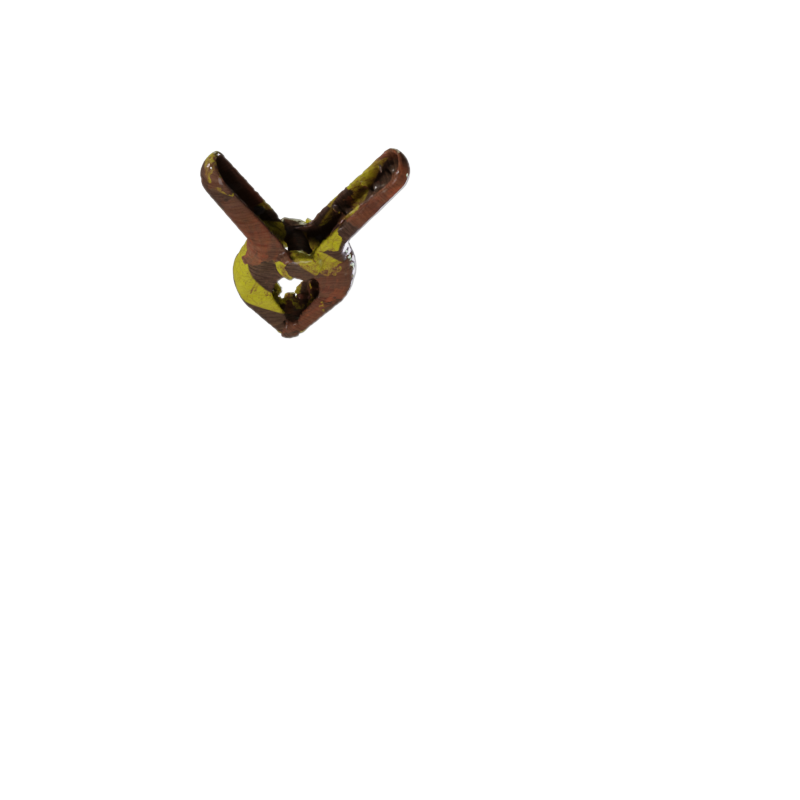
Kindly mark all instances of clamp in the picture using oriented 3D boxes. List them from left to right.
[{"bbox_3d":[-0.054,-0.099,0.691,0.120,0.042,0.160,-1,-30,1],"label":"clamp"}]
